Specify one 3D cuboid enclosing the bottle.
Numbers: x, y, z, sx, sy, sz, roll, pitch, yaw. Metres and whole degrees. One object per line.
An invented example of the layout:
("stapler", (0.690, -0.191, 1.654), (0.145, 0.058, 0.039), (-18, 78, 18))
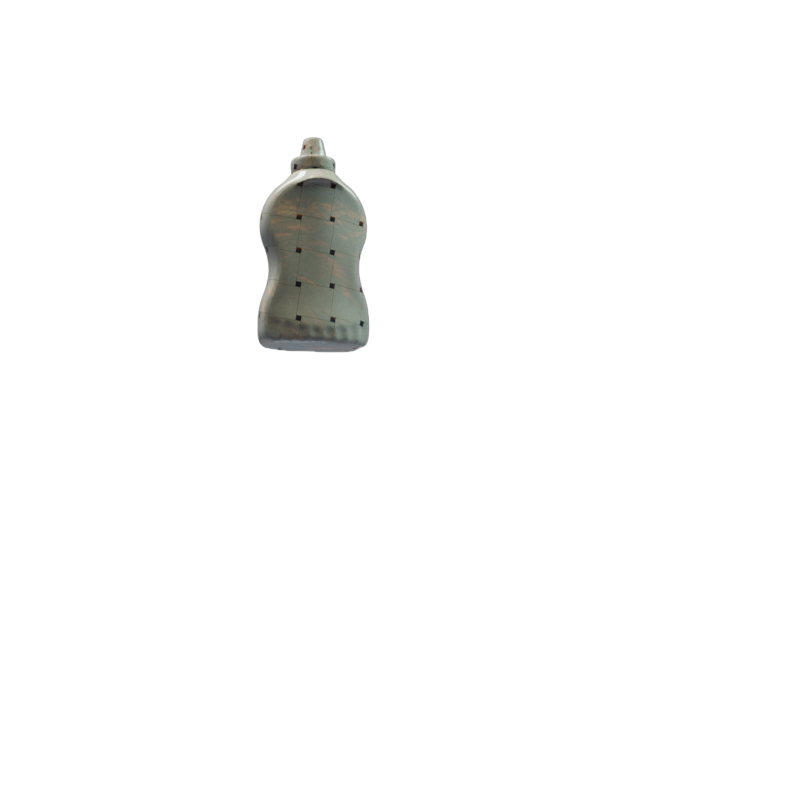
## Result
("bottle", (-0.077, -0.141, 0.988), (0.094, 0.198, 0.058), (2, -13, -15))
